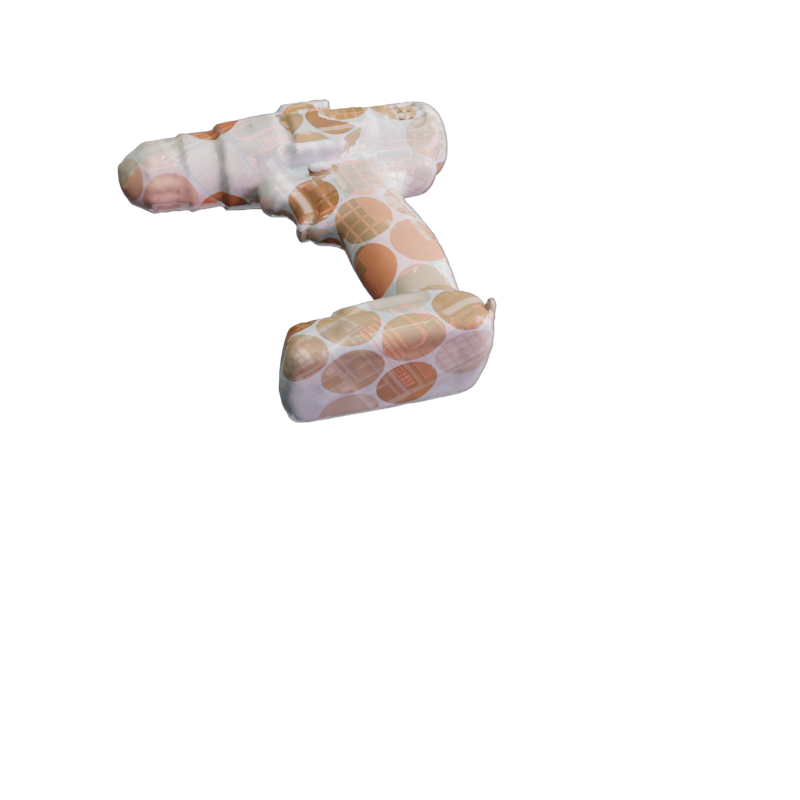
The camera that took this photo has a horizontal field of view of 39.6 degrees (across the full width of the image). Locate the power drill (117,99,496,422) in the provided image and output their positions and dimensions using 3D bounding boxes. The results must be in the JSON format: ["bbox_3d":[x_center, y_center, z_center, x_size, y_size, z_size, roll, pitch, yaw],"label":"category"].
[{"bbox_3d":[-0.045,-0.082,0.571,0.183,0.203,0.053,-12,-38,-10],"label":"power drill"}]
